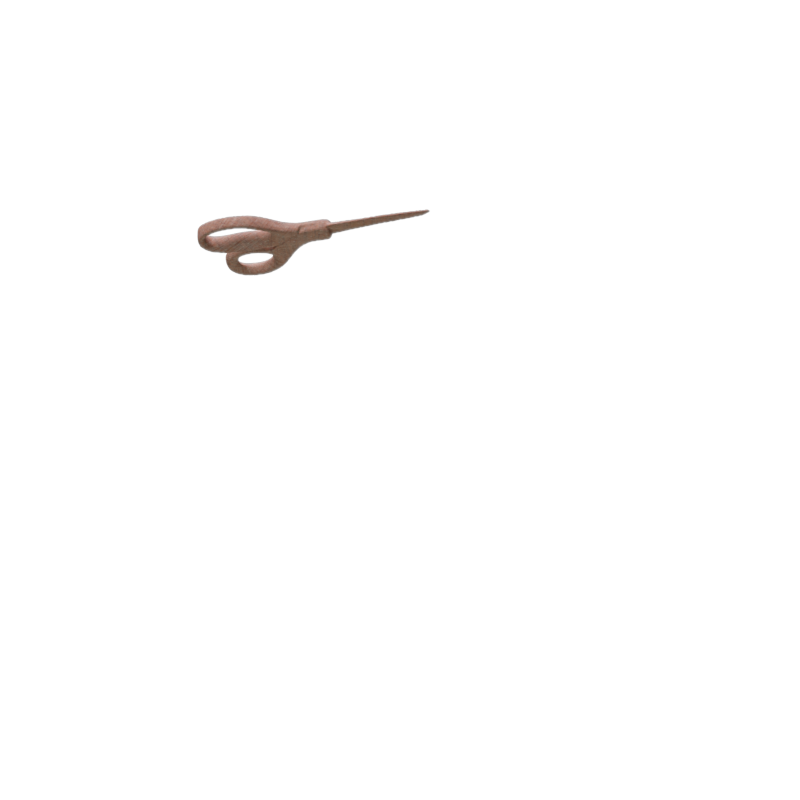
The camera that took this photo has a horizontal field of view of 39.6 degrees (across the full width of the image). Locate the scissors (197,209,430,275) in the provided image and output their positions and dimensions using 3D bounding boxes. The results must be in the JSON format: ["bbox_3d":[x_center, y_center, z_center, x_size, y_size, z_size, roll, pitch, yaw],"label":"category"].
[{"bbox_3d":[-0.077,-0.140,0.979,0.202,0.017,0.090,-1,-24,2],"label":"scissors"}]
